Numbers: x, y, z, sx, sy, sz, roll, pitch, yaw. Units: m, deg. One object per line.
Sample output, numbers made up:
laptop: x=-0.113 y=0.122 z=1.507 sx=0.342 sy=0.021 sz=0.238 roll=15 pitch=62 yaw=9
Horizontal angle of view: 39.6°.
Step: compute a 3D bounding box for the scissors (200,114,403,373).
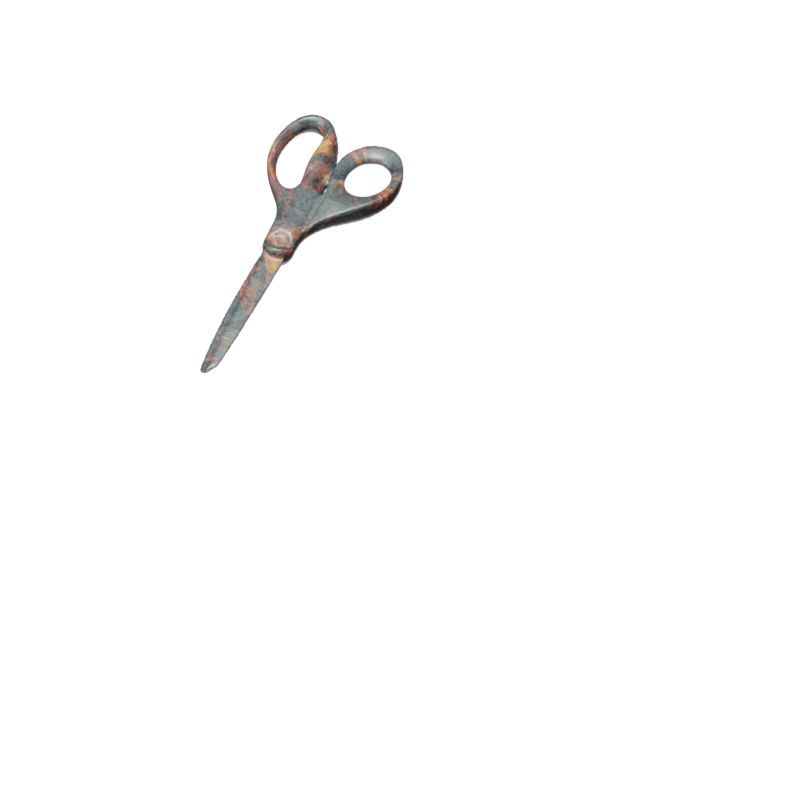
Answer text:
scissors: x=-0.052 y=-0.095 z=0.668 sx=0.097 sy=0.214 sz=0.015 roll=5 pitch=-35 yaw=4
